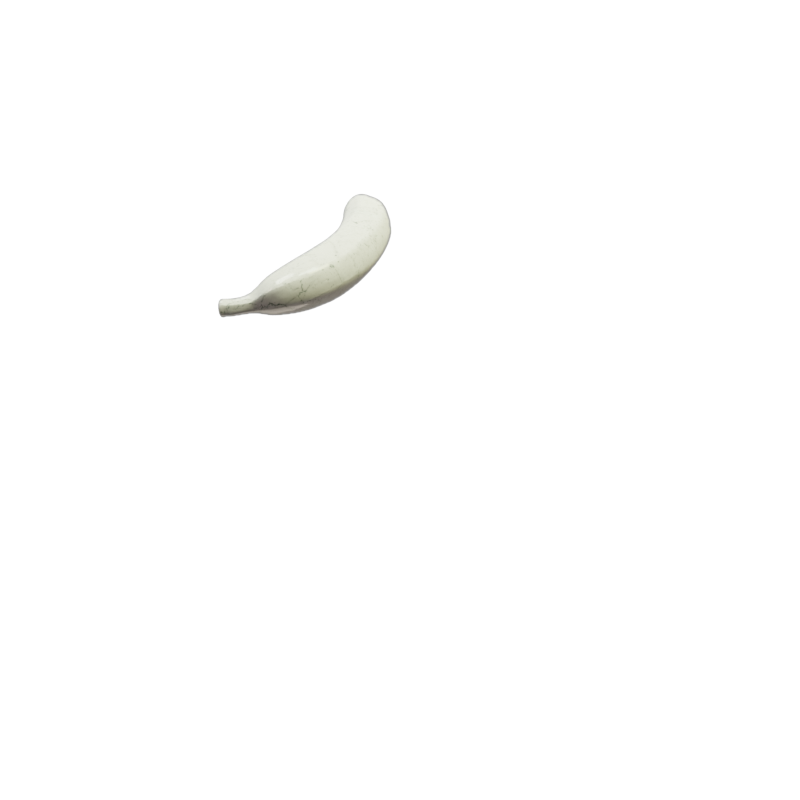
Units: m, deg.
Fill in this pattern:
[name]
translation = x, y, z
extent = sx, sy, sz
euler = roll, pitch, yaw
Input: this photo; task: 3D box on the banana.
[banana]
translation = -0.047, -0.106, 0.776
extent = 0.072, 0.035, 0.201
euler = 14, 33, 22
